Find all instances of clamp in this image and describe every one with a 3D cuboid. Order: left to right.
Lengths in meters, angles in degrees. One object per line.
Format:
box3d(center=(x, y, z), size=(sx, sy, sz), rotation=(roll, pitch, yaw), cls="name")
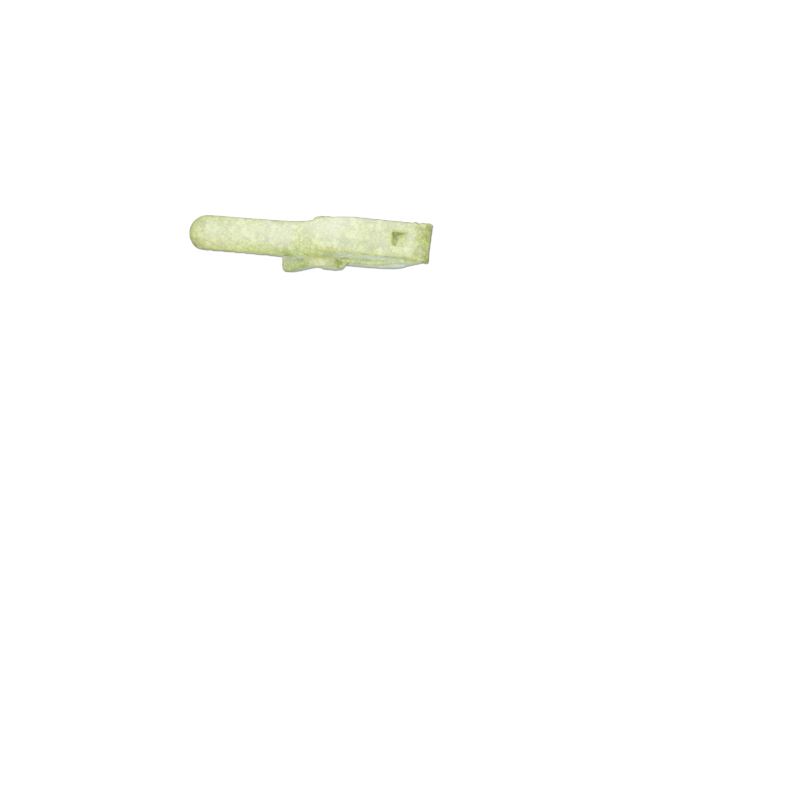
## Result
box3d(center=(-0.061, -0.111, 0.775), size=(0.178, 0.039, 0.115), rotation=(1, 2, 43), cls="clamp")
